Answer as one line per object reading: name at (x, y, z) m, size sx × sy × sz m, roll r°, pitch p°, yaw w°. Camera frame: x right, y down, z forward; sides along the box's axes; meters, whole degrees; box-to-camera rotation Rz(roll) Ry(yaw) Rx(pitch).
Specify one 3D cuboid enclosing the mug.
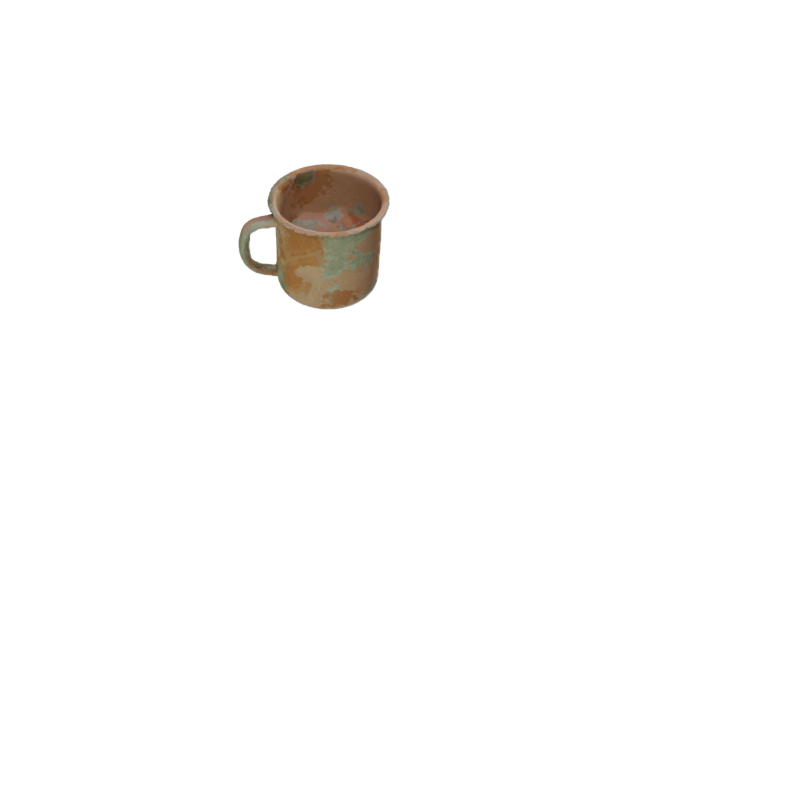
mug at (-0.068, -0.124, 0.866) m, size 0.116 × 0.076 × 0.101 m, roll -9°, pitch 44°, yaw -11°
